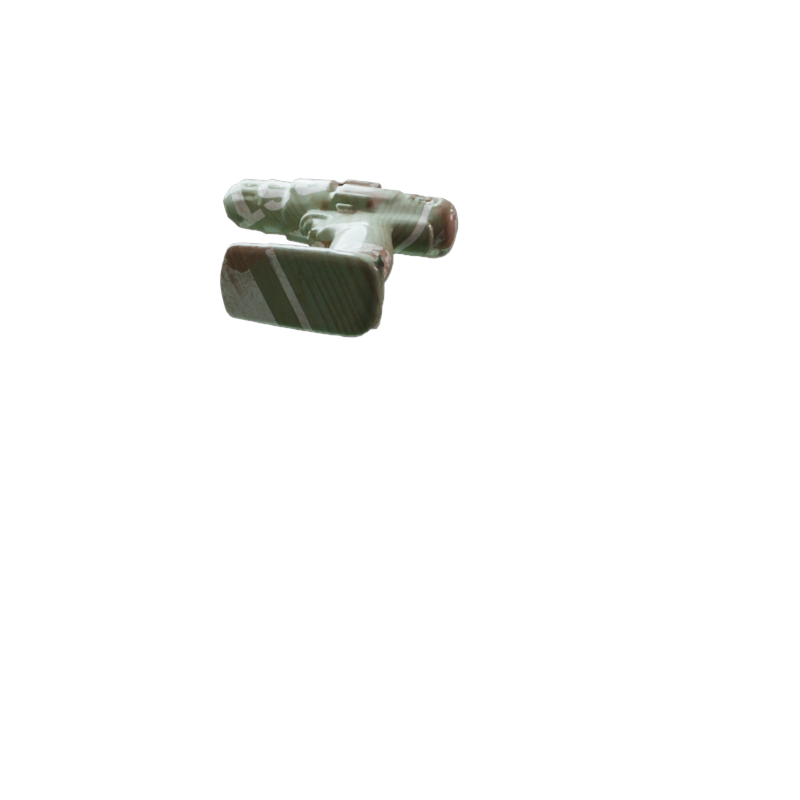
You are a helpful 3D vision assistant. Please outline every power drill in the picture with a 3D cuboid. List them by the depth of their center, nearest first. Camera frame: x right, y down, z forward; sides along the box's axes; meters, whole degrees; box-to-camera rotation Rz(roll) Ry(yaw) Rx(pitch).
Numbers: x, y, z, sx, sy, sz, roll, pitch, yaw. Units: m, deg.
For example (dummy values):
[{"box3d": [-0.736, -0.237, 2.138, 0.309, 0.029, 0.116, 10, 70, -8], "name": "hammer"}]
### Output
[{"box3d": [-0.062, -0.113, 0.791, 0.188, 0.054, 0.194, 7, 28, 12], "name": "power drill"}]
